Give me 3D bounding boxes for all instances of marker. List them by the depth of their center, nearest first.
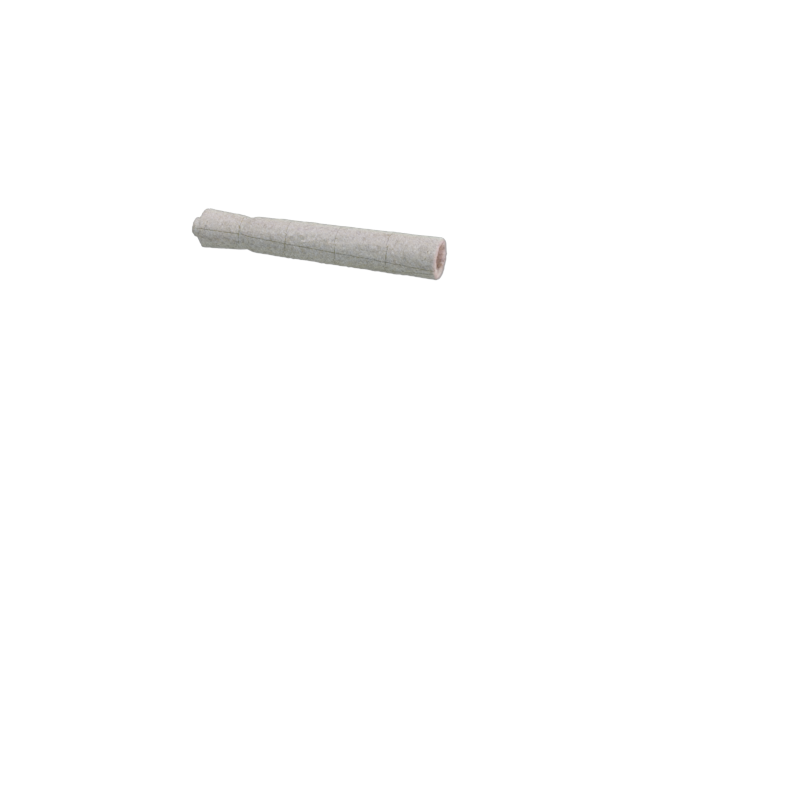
[{"bbox_3d":[-0.039,-0.072,0.504,0.125,0.020,0.019,10,7,21],"label":"marker"}]
